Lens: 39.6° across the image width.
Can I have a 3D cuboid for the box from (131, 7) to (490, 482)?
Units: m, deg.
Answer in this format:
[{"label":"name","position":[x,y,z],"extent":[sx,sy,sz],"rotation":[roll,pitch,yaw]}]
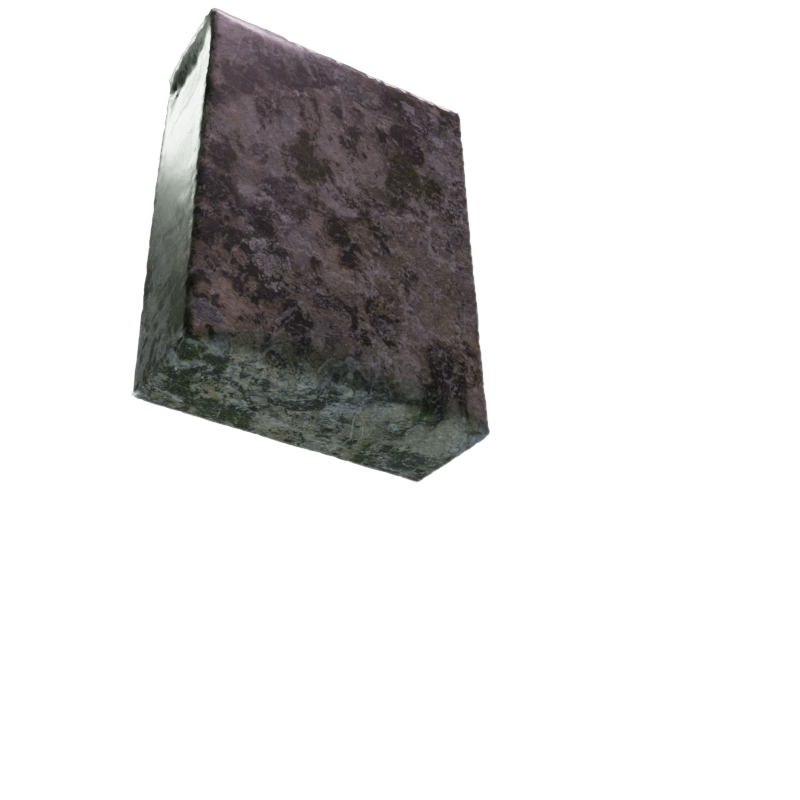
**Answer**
[{"label":"box","position":[-0.045,-0.083,0.579],"extent":[0.157,0.229,0.070],"rotation":[17,-40,-26]}]
